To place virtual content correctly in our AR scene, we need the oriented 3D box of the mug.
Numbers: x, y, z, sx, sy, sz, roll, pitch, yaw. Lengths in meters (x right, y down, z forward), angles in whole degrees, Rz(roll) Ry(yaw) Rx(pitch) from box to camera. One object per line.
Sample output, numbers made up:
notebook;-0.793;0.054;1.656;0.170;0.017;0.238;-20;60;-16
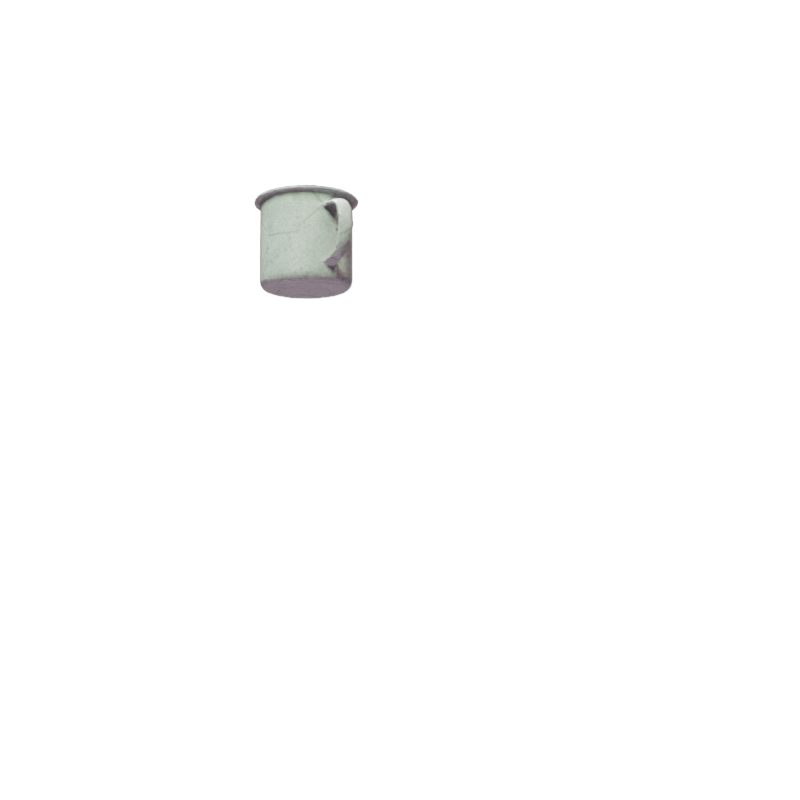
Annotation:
mug;-0.076;-0.139;0.974;0.089;0.084;0.119;8;-14;-34
